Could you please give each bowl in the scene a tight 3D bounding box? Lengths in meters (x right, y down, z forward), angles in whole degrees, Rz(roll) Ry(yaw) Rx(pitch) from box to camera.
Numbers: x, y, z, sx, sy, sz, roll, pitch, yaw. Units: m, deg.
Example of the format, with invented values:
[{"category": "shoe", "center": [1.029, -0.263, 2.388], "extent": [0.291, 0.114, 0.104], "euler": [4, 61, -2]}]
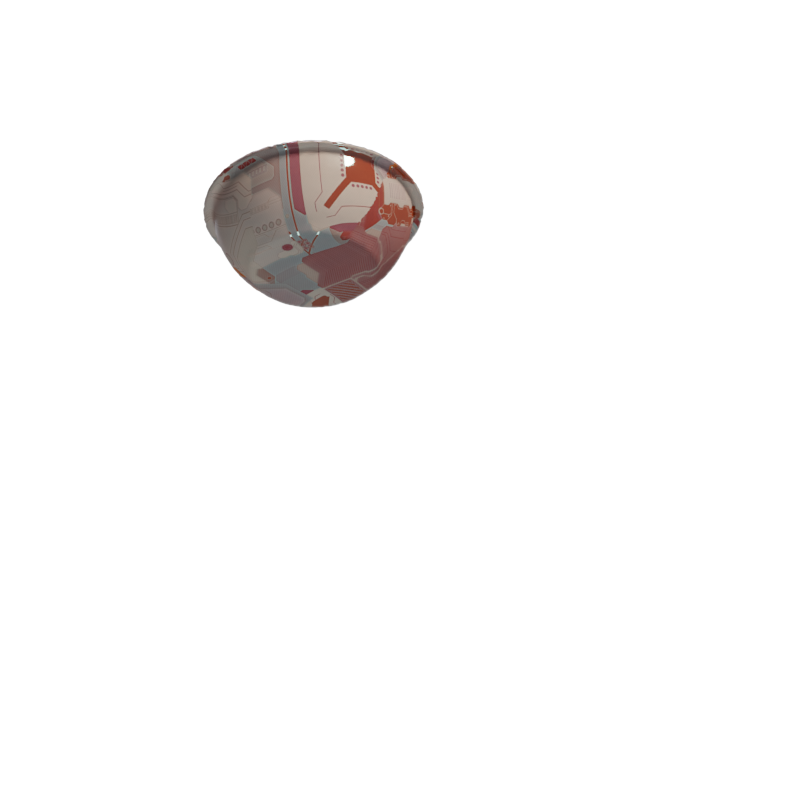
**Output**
[{"category": "bowl", "center": [-0.063, -0.114, 0.800], "extent": [0.162, 0.059, 0.152], "euler": [1, -32, -2]}]
